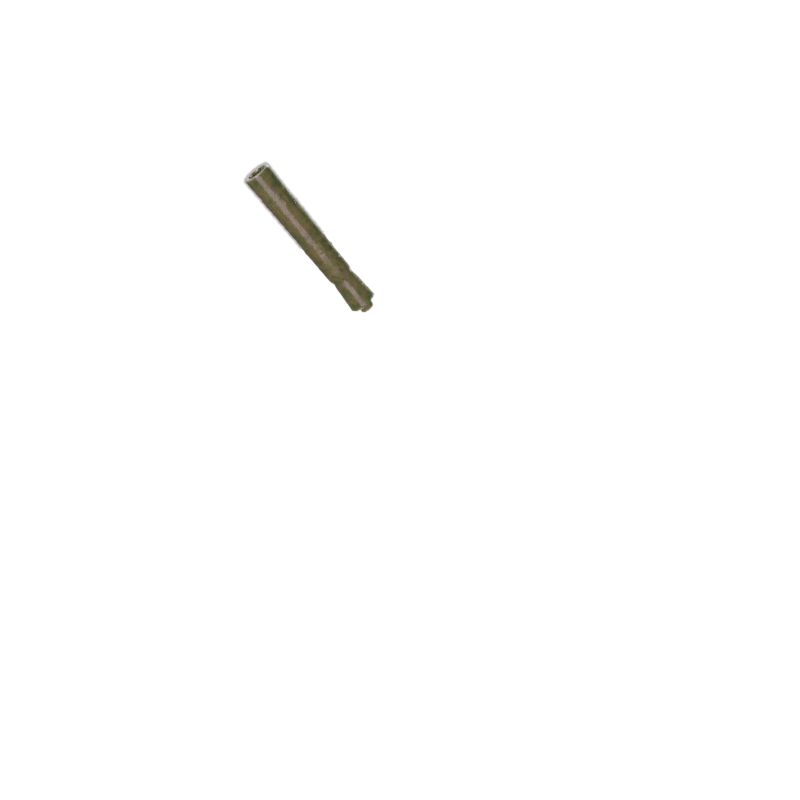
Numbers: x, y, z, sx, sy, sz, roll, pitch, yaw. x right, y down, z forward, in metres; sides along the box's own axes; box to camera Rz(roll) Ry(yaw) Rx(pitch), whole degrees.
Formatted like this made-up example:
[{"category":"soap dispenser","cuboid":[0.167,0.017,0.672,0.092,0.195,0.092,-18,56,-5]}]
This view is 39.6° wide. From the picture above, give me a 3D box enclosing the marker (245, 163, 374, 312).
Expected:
[{"category":"marker","cuboid":[-0.057,-0.104,0.729,0.020,0.116,0.021,-36,18,14]}]
